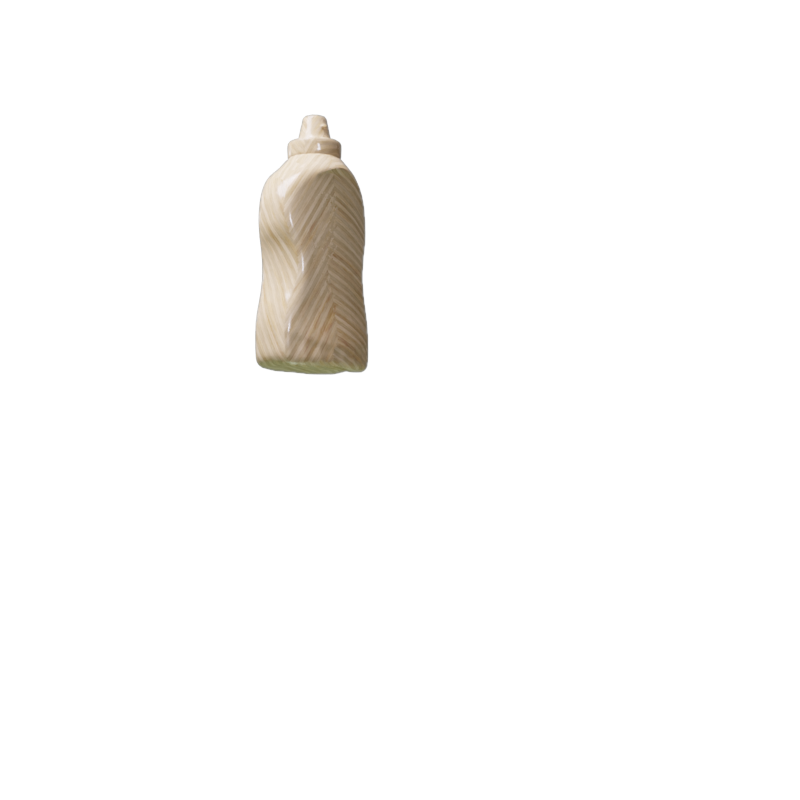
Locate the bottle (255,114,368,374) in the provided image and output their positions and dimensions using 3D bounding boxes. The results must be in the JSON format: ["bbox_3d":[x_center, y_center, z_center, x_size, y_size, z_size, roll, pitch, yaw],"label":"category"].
[{"bbox_3d":[-0.064,-0.117,0.822,0.060,0.197,0.091,-10,-13,39],"label":"bottle"}]
